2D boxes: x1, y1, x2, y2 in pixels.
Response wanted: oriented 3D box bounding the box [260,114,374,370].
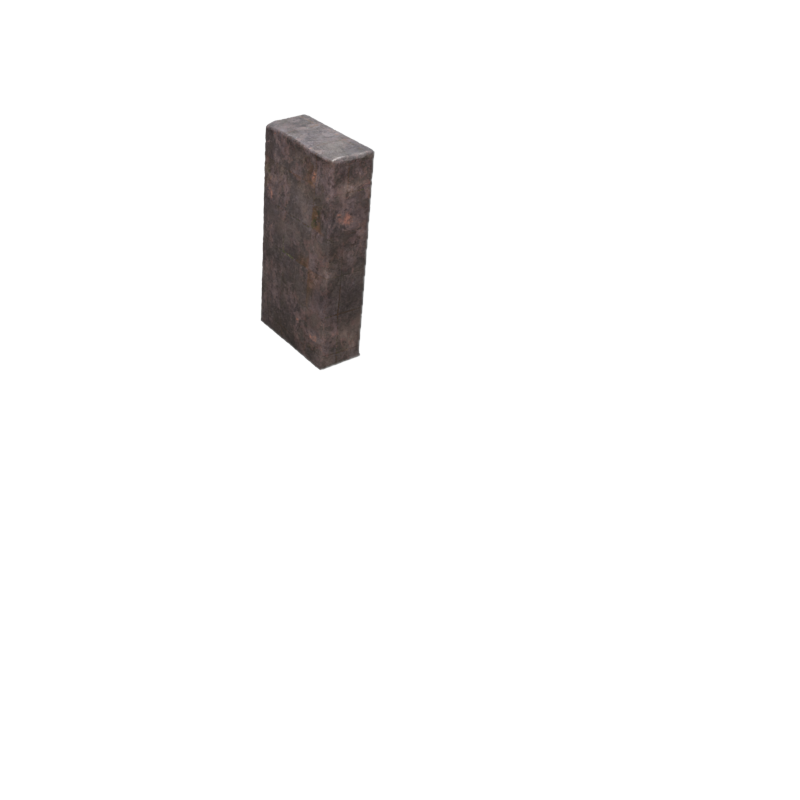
[{"bbox_3d":[-0.068,-0.122,0.858,0.047,0.166,0.100,-18,35,-32],"label":"box"}]
